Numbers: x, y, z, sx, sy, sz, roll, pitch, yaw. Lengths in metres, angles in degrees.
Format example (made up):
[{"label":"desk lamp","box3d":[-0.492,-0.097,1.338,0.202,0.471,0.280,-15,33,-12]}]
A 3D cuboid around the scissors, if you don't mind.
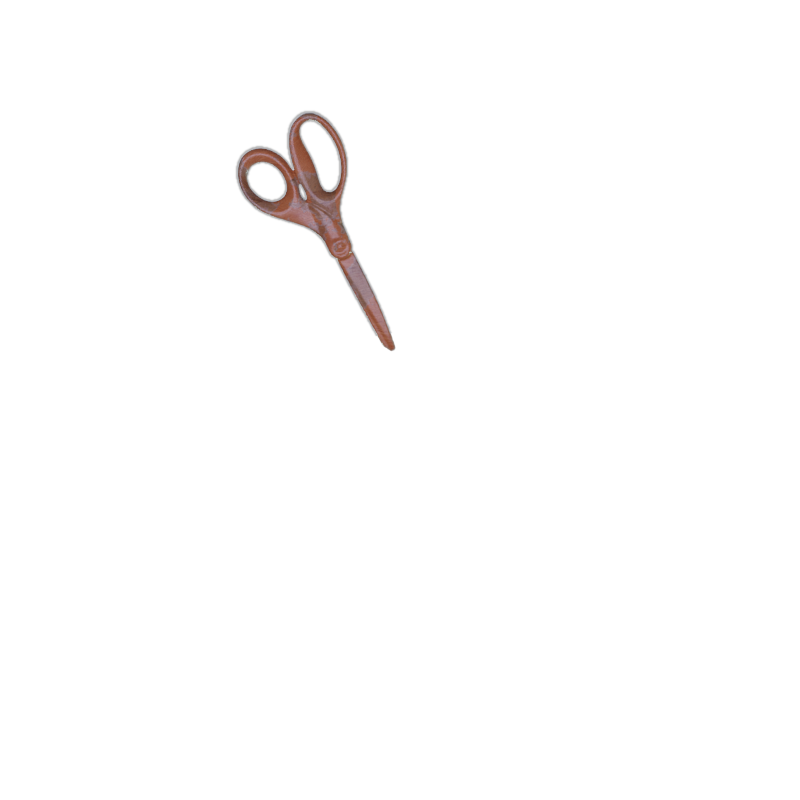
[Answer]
[{"label":"scissors","box3d":[-0.069,-0.125,0.879,0.096,0.196,0.016,-11,11,2]}]
